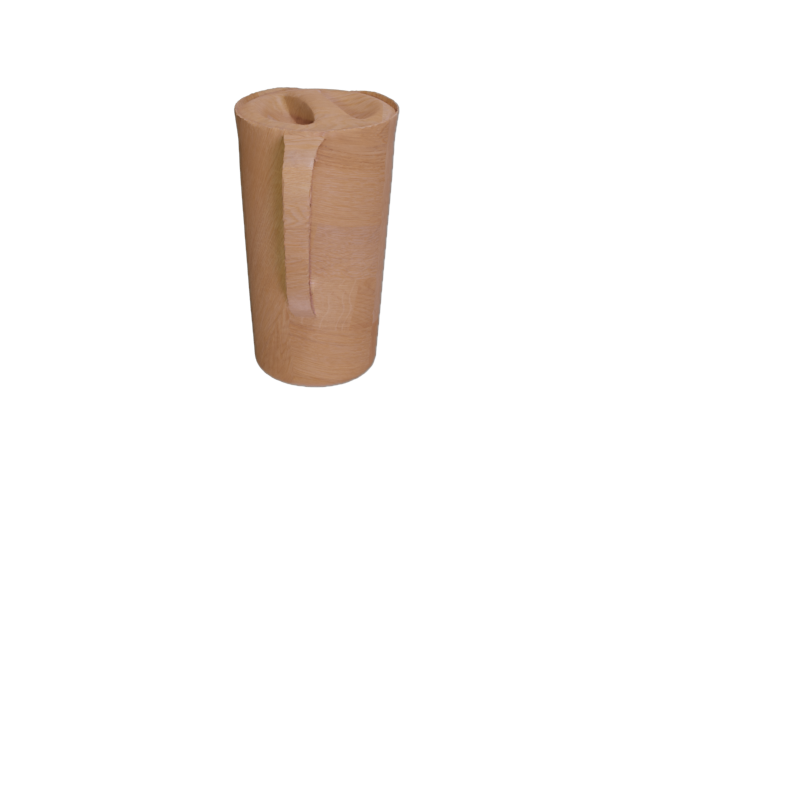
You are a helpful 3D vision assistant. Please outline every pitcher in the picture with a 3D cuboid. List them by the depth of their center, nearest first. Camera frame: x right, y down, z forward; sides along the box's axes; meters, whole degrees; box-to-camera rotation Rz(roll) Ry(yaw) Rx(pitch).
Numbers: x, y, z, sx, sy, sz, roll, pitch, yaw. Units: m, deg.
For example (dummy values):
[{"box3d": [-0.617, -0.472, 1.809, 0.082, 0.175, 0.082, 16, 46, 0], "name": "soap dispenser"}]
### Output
[{"box3d": [-0.073, -0.133, 0.929, 0.147, 0.230, 0.155, -19, 32, -36], "name": "pitcher"}]
